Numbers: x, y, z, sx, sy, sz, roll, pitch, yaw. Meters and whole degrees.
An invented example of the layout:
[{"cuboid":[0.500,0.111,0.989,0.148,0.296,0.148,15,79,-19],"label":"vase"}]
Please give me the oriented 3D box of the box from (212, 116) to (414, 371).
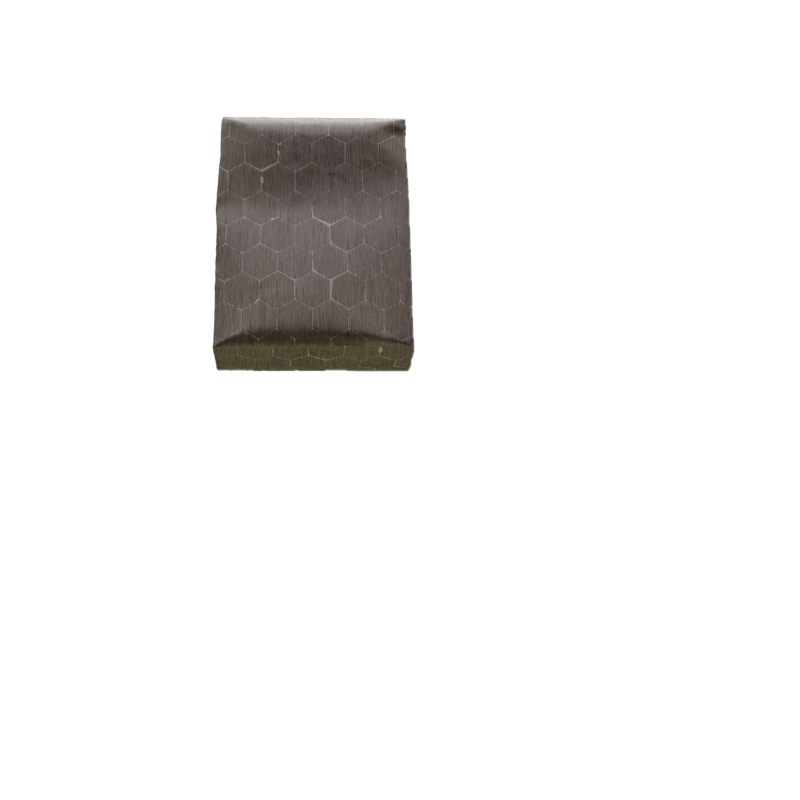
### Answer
[{"cuboid":[-0.074,-0.134,0.941,0.164,0.225,0.068,0,-22,-2],"label":"box"}]
